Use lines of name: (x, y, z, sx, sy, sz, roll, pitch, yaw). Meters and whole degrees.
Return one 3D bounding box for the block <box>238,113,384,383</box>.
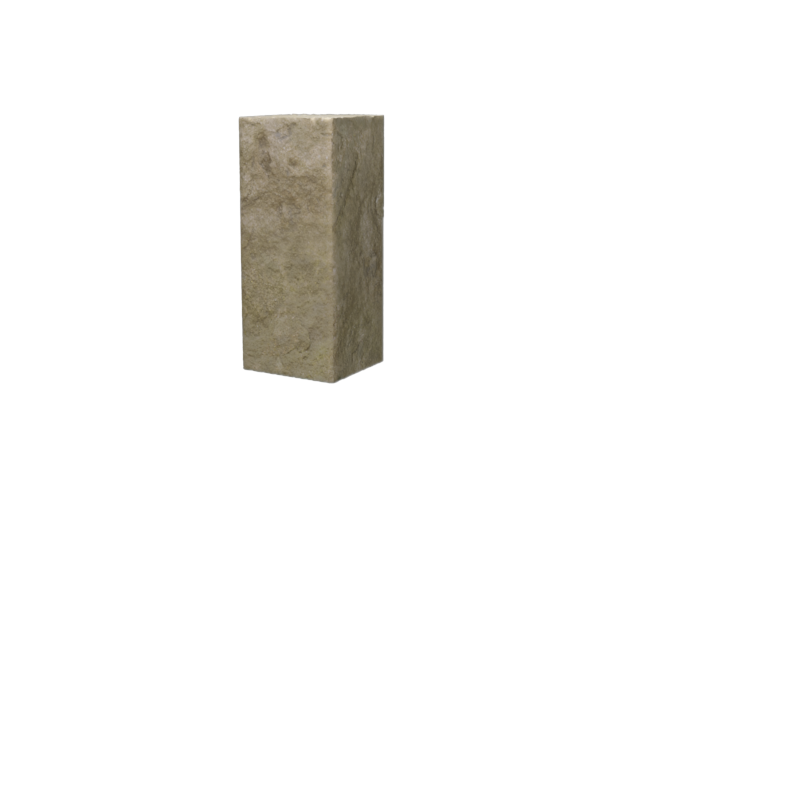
block: (-0.071, -0.129, 0.906, 0.094, 0.202, 0.089, 6, 11, 28)
